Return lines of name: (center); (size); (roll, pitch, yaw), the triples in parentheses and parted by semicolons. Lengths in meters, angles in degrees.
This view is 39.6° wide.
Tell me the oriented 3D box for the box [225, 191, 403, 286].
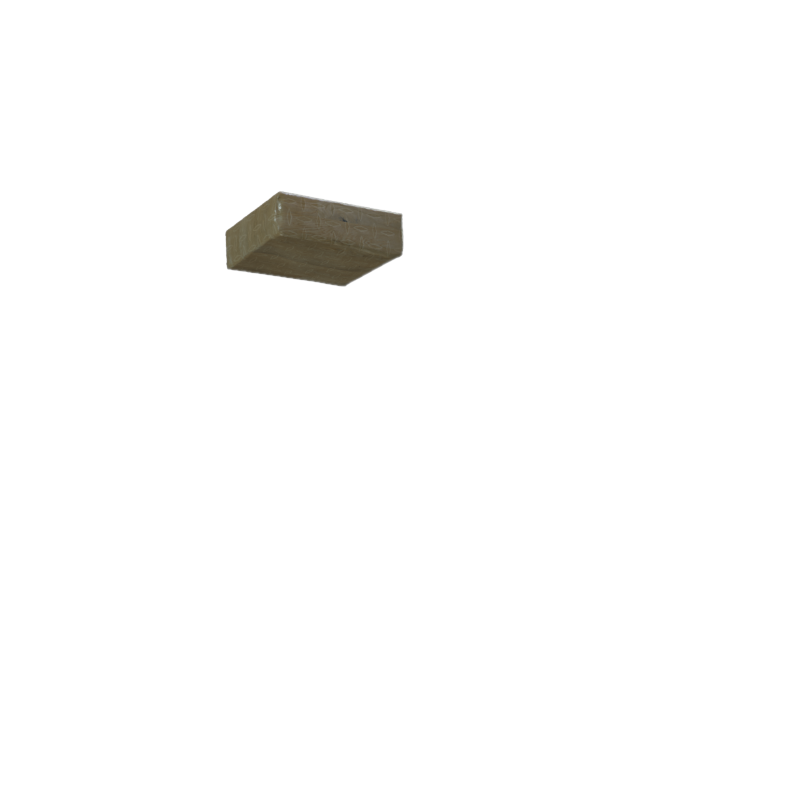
box: (-0.067, -0.123, 0.861); (0.109, 0.040, 0.090); (8, -16, -31)
